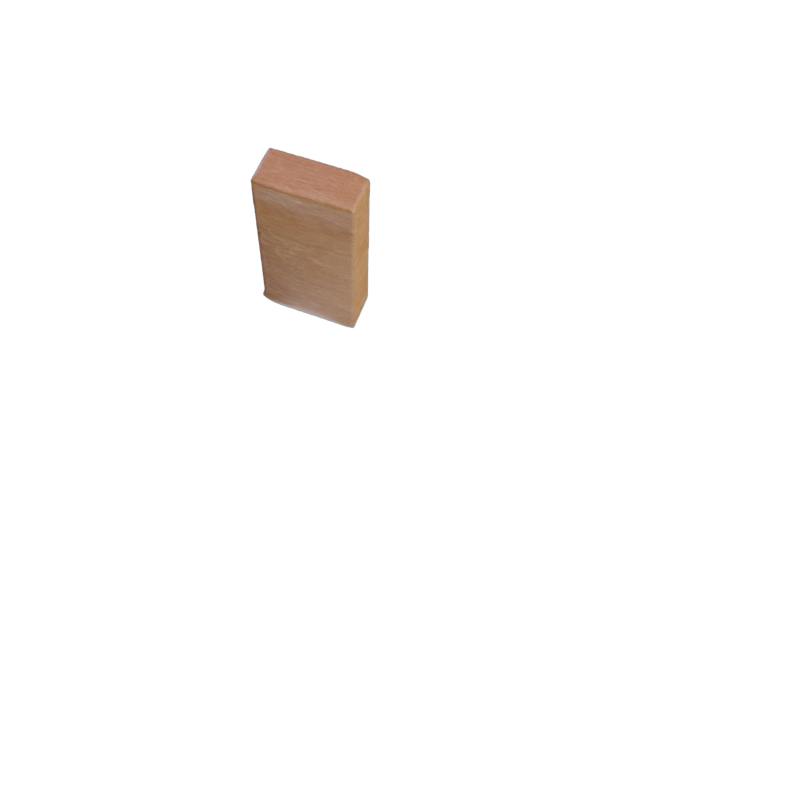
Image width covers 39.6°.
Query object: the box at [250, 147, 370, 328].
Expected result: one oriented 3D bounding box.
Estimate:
[{"bbox_3d":[-0.075,-0.137,0.960,0.096,0.050,0.165,20,-32,10],"label":"box"}]
